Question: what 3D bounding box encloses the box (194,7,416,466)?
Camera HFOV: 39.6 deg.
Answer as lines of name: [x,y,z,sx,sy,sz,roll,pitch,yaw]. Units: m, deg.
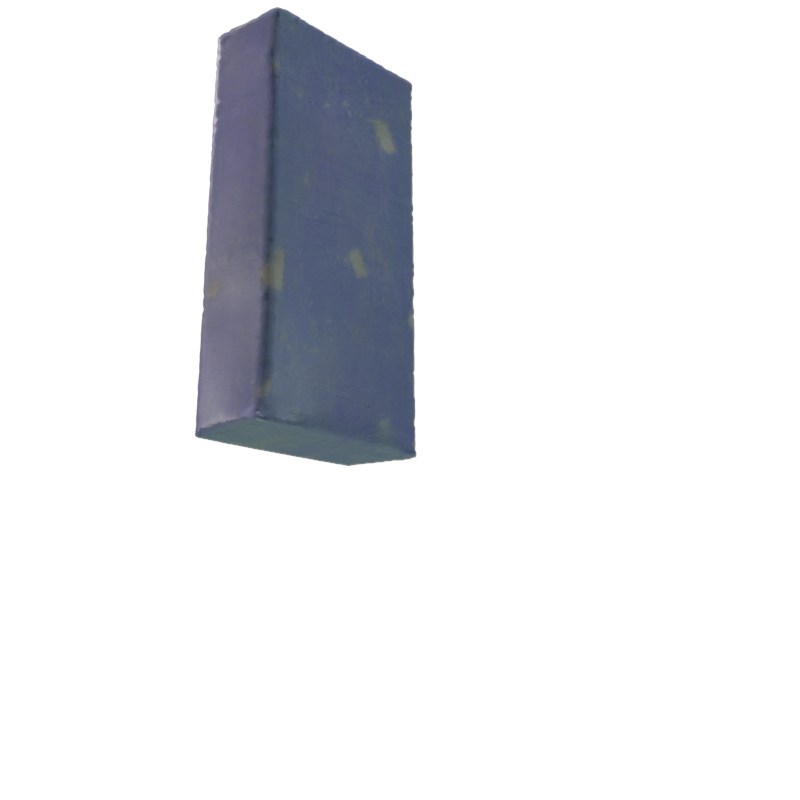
box: [-0.037,-0.067,0.472,0.049,0.185,0.088,-18,-26,38]
